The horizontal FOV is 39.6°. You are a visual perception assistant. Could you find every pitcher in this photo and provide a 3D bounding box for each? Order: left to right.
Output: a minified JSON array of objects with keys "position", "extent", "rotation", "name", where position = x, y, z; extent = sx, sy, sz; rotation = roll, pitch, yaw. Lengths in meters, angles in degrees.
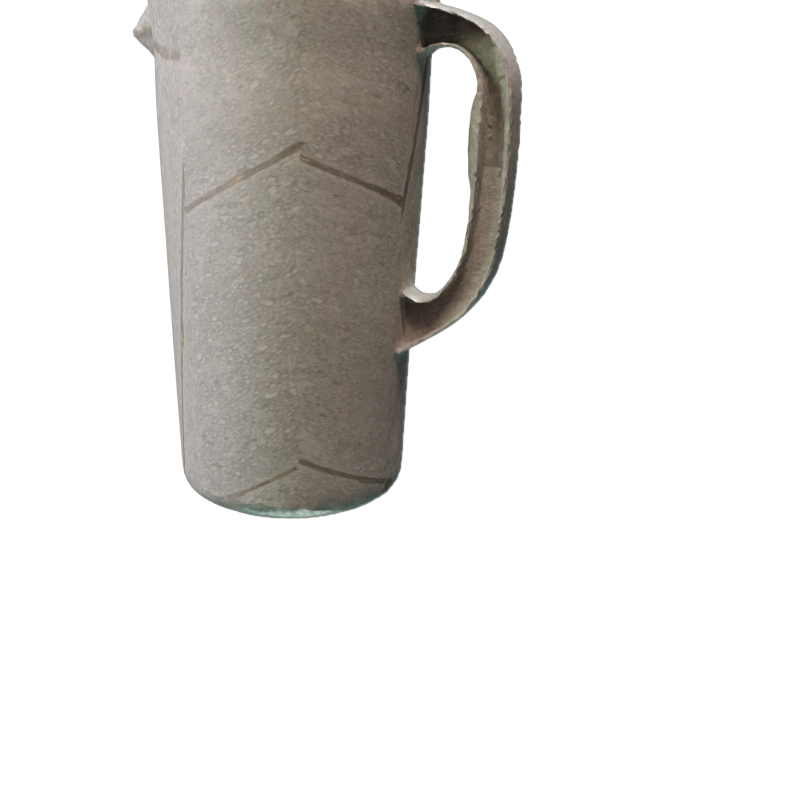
[{"position":[-0.041,-0.074,0.520],"extent":[0.141,0.236,0.157],"rotation":[-5,15,-24],"name":"pitcher"}]
